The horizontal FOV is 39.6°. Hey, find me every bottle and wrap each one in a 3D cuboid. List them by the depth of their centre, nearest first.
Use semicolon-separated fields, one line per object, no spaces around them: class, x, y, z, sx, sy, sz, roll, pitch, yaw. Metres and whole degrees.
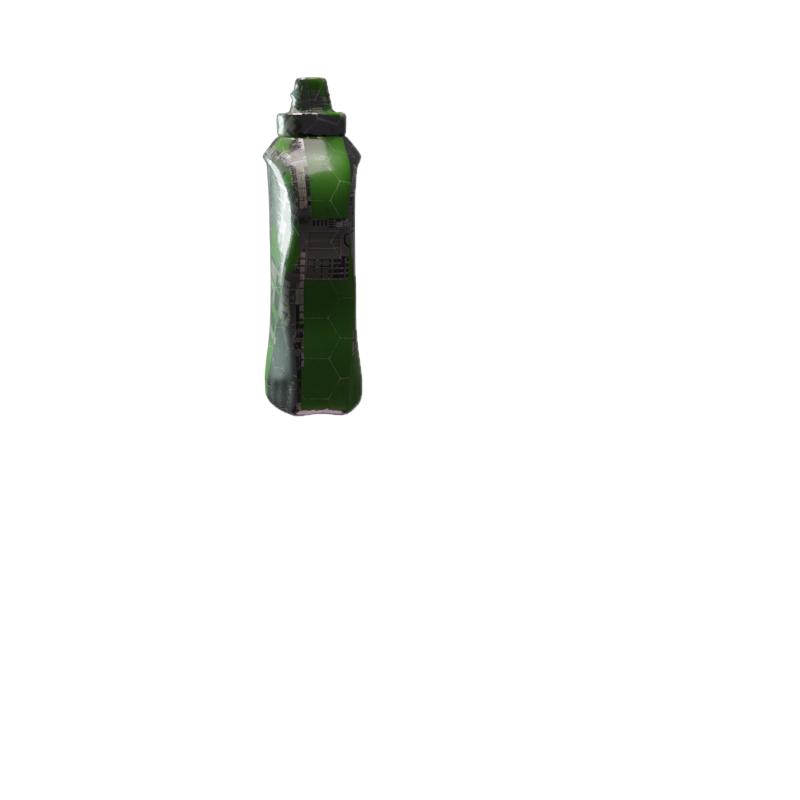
bottle;-0.052;-0.093;0.655;0.058;0.189;0.098;0;8;-7
